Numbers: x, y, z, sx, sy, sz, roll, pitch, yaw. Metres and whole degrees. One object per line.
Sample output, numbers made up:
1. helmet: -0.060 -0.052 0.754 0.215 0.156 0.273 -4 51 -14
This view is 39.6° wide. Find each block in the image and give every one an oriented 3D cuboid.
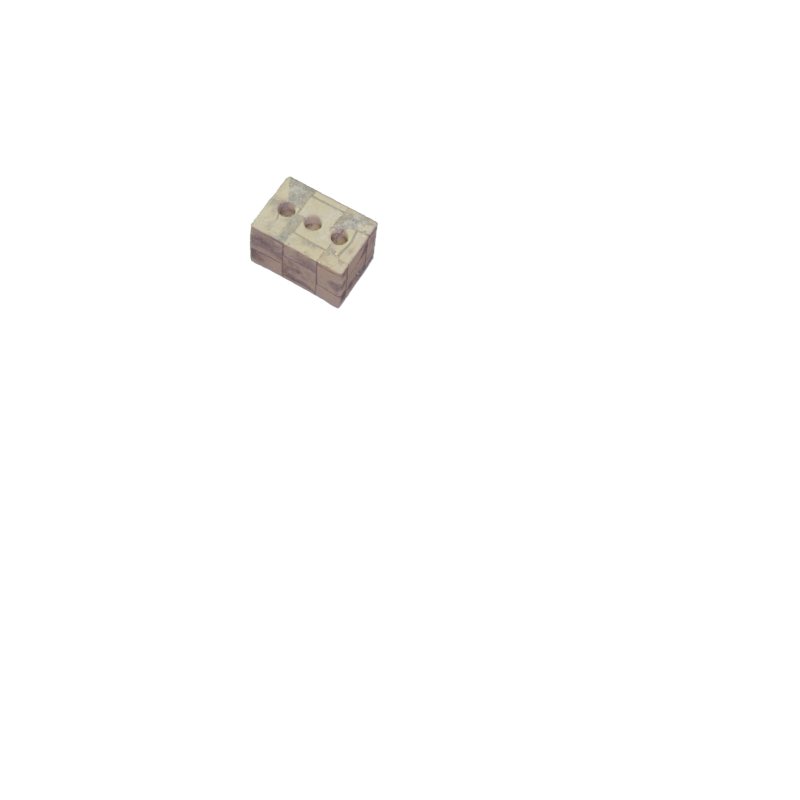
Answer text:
1. block: -0.062 -0.114 0.797 0.081 0.054 0.048 28 -26 14
